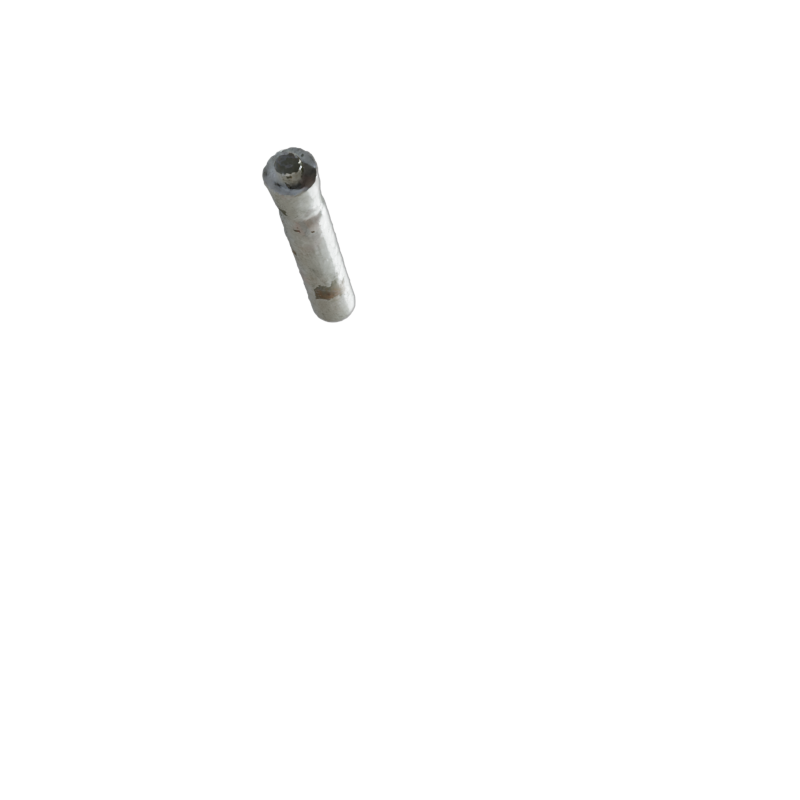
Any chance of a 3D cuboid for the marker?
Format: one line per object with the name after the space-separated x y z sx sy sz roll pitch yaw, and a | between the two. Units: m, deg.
-0.033 -0.059 0.416 0.020 0.021 0.114 1 -19 5 | marker
